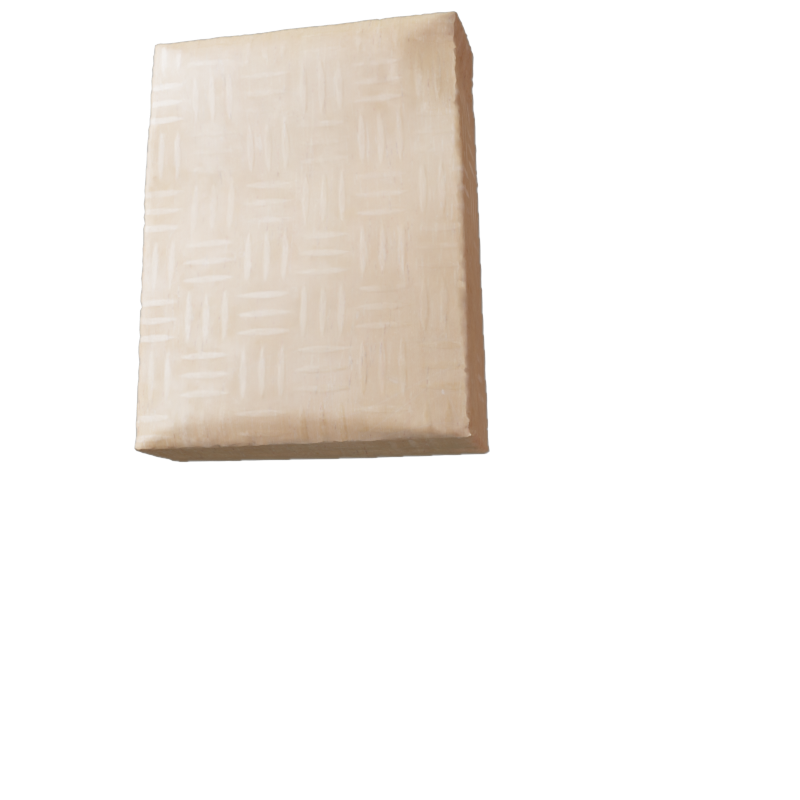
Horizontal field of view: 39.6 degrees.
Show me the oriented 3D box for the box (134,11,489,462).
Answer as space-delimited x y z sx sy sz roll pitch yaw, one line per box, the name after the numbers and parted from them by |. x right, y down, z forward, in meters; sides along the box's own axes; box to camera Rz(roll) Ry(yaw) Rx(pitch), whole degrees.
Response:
-0.044 -0.080 0.559 0.166 0.221 0.068 -3 -14 12 | box
